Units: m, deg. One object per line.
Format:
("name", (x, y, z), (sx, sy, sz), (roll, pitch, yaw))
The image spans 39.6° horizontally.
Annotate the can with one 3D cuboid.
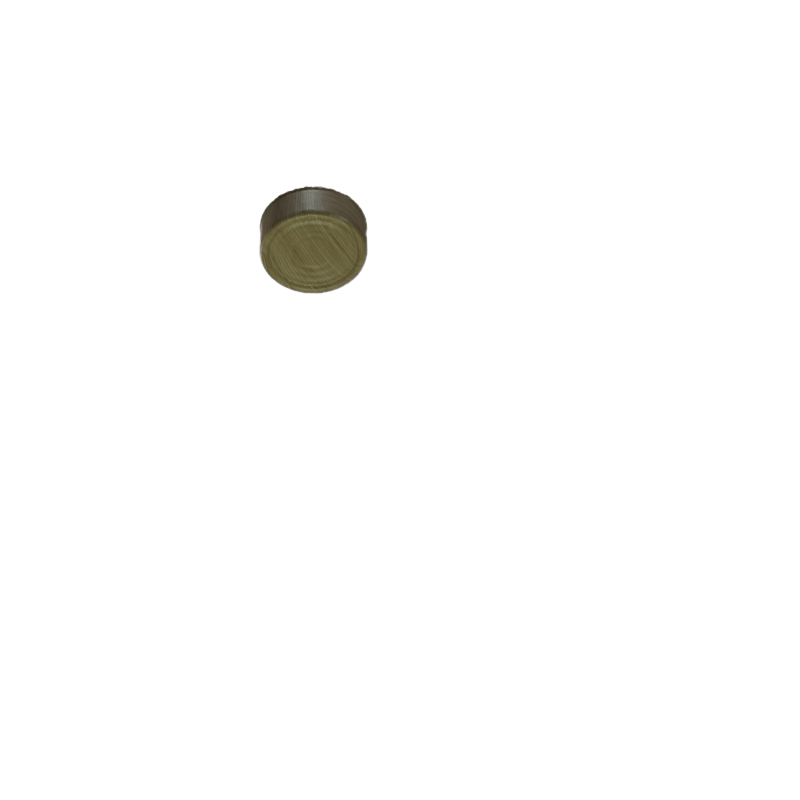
("can", (-0.068, -0.124, 0.871), (0.086, 0.080, 0.036), (1, 45, -1))
